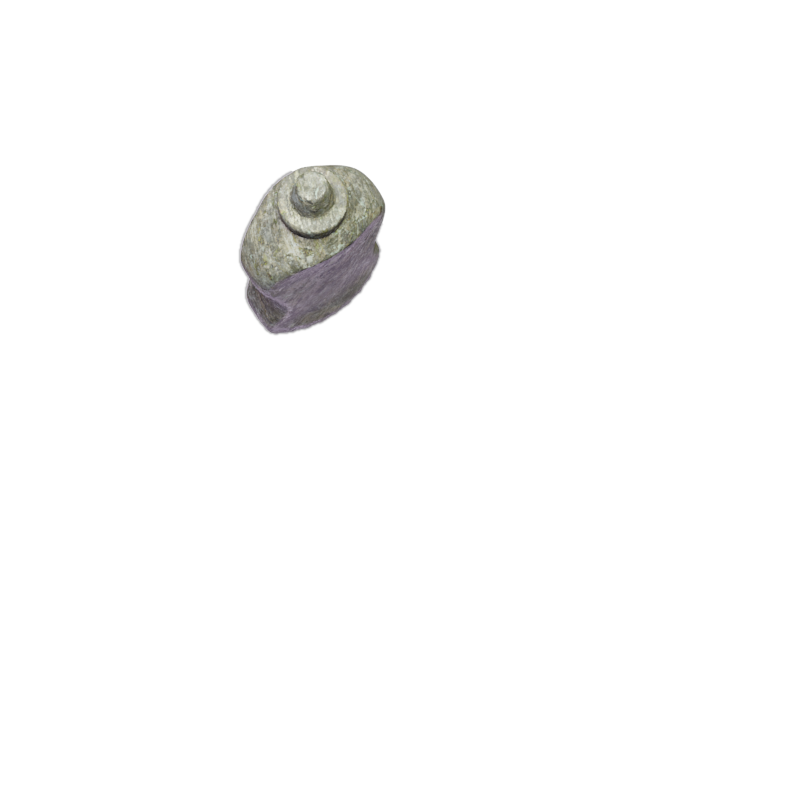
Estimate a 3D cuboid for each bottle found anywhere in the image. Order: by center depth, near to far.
[{"bbox_3d":[-0.055,-0.100,0.698,0.096,0.060,0.185,-33,-7,-10],"label":"bottle"}]
